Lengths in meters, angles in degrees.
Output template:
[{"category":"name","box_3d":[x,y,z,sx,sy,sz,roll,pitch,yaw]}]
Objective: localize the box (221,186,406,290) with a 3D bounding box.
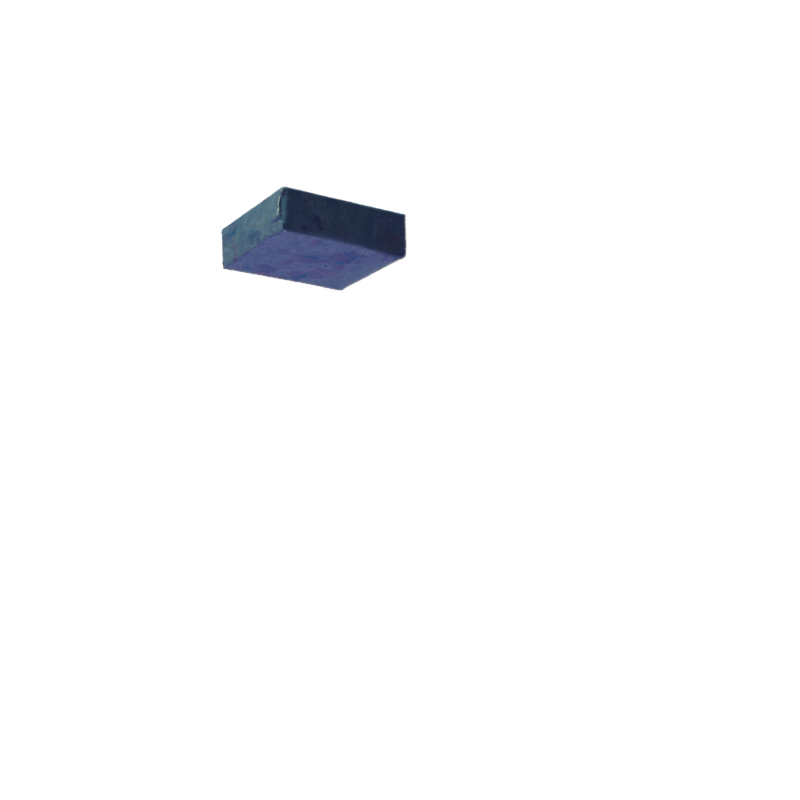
[{"category":"box","box_3d":[-0.065,-0.119,0.832,0.108,0.041,0.090,10,-19,-33]}]
